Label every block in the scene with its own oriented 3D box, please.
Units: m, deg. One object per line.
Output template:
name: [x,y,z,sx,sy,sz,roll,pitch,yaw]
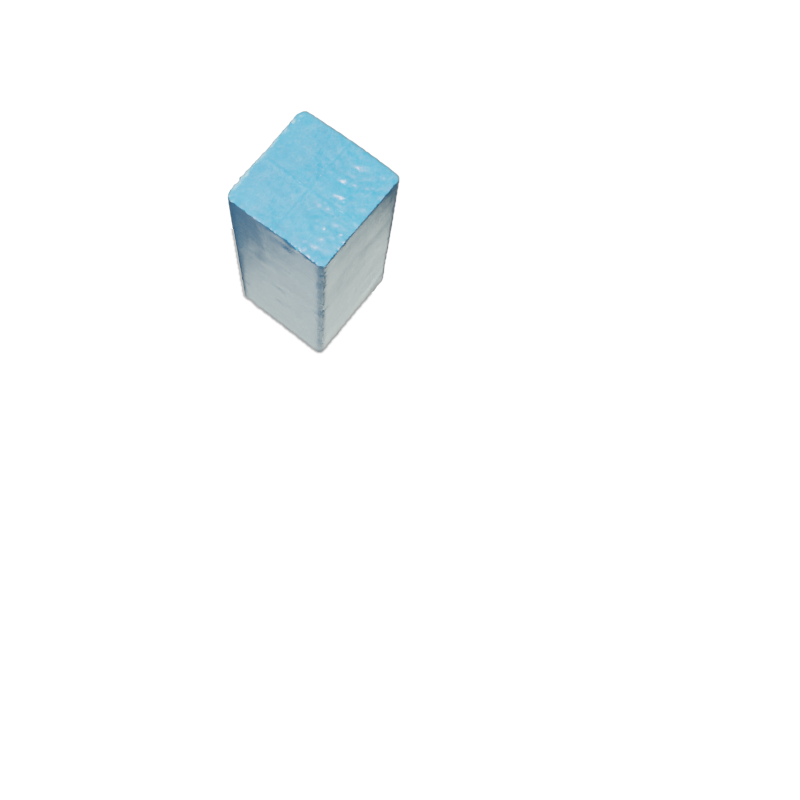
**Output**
block: [-0.068,-0.124,0.866,0.092,0.092,0.198,37,-15,7]
